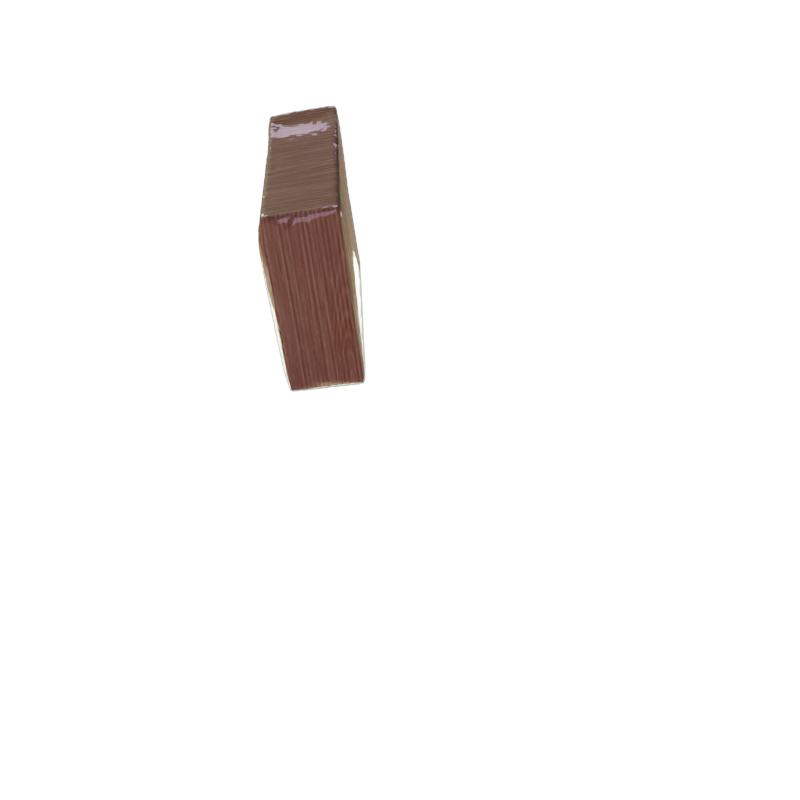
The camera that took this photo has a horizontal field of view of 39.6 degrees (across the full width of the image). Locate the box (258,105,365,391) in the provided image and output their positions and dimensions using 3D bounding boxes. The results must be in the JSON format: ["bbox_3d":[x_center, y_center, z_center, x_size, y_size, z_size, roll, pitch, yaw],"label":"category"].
[{"bbox_3d":[-0.075,-0.137,0.957,0.072,0.154,0.228,-7,33,1],"label":"box"}]
